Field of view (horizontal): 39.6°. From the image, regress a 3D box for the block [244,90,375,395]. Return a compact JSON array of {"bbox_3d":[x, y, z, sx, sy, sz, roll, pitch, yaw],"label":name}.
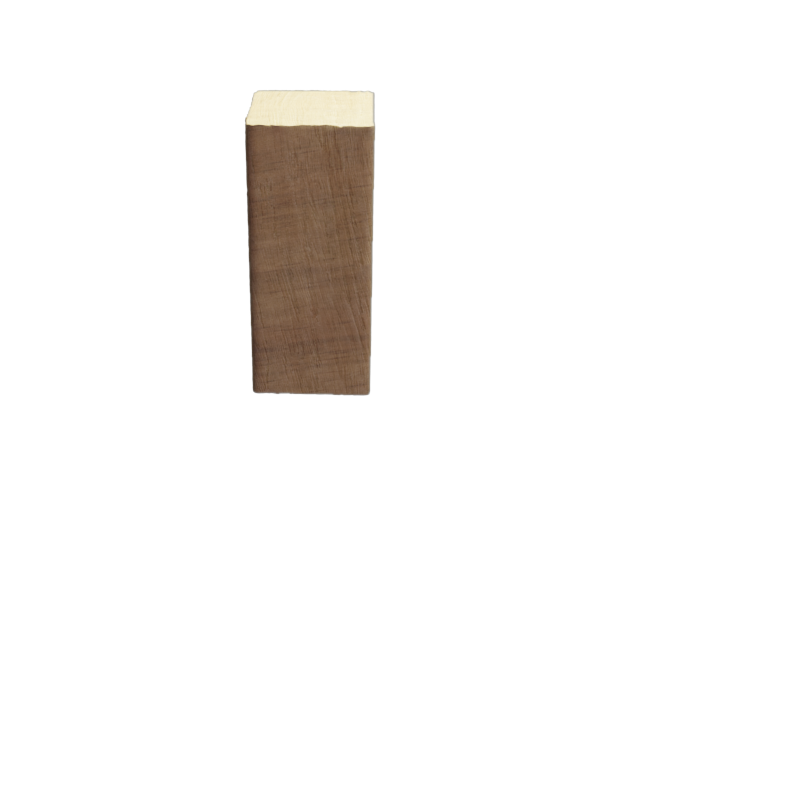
[{"bbox_3d":[-0.064,-0.116,0.815,0.090,0.195,0.096,1,26,-1],"label":"block"}]
